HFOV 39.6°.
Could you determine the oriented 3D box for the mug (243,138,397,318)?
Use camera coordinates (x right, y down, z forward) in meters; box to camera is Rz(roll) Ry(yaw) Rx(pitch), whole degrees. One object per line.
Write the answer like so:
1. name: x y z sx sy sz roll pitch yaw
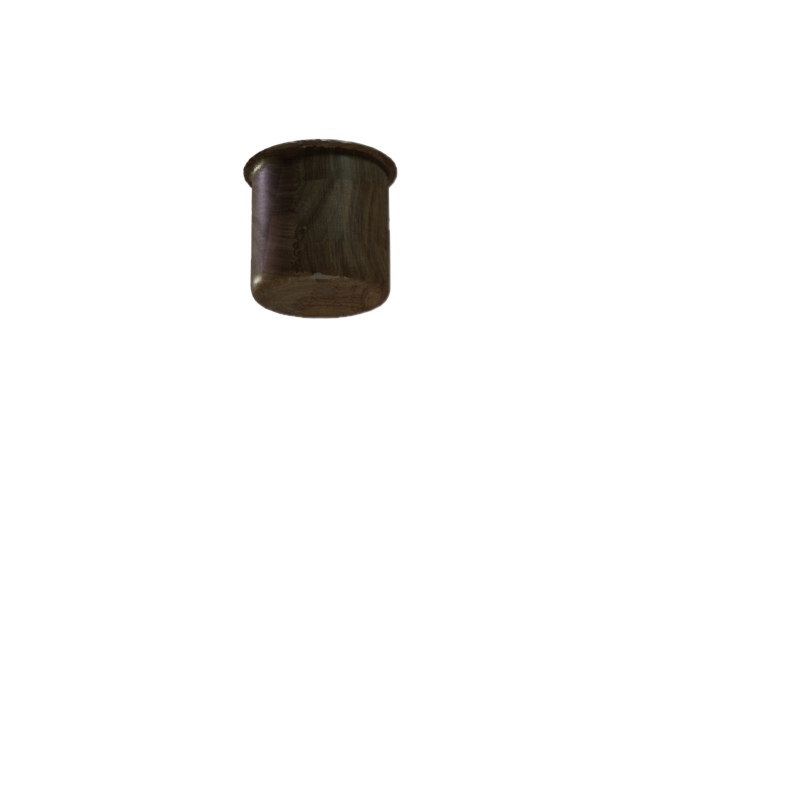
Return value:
1. mug: -0.052 -0.095 0.663 0.090 0.085 0.116 7 -17 -23
